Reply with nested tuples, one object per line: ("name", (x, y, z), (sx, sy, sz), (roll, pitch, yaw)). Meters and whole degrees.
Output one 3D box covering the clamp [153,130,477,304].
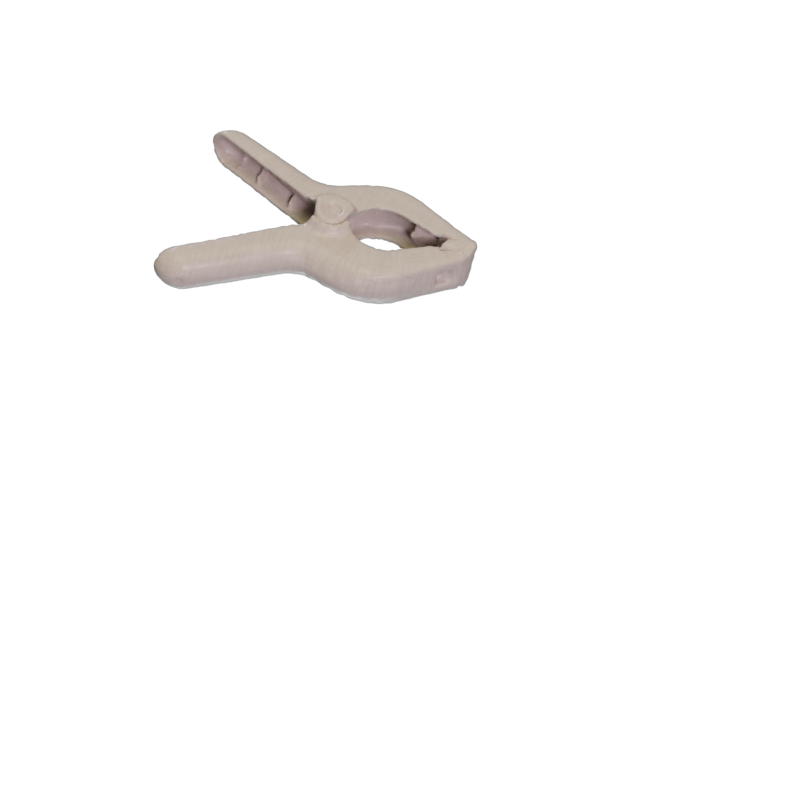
("clamp", (-0.048, -0.088, 0.613), (0.176, 0.125, 0.037), (18, -34, 13))
